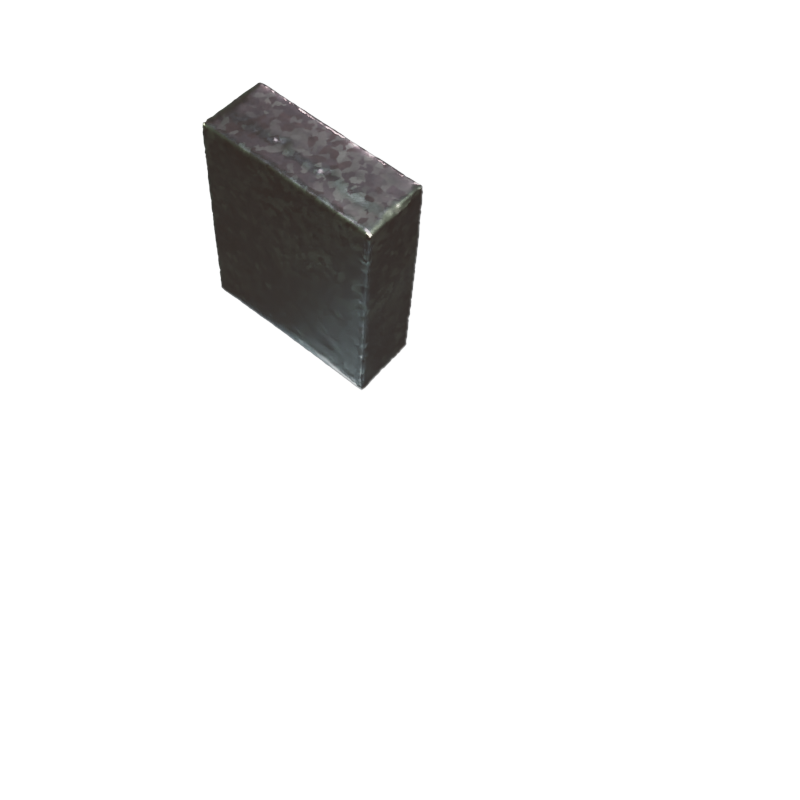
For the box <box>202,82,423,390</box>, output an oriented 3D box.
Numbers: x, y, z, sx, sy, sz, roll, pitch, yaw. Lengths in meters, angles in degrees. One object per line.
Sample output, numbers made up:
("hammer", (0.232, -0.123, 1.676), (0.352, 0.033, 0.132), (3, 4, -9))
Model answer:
("box", (-0.069, -0.126, 0.881), (0.173, 0.073, 0.200), (37, -28, 20))
